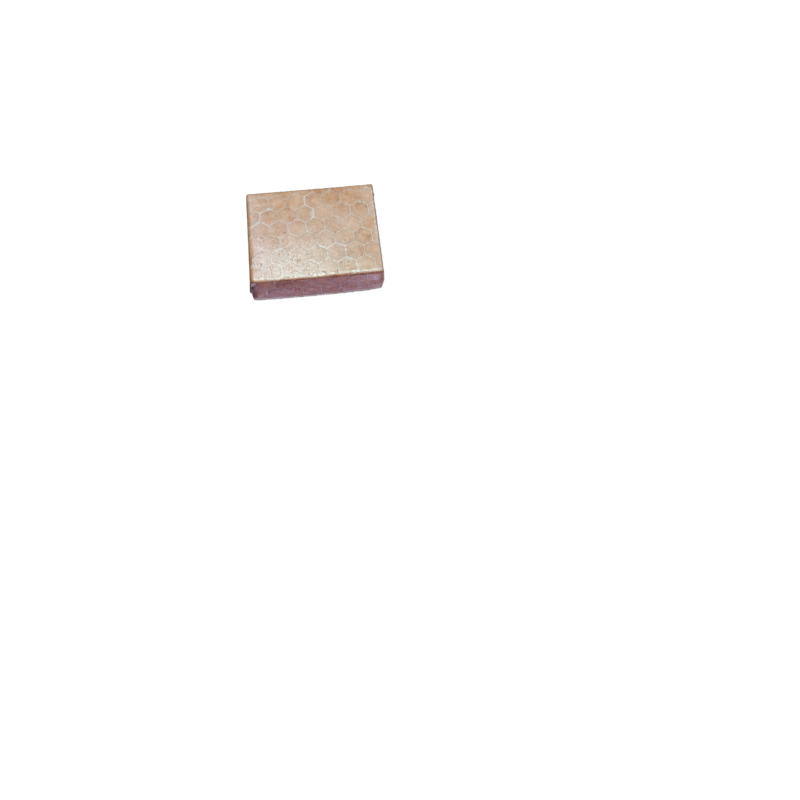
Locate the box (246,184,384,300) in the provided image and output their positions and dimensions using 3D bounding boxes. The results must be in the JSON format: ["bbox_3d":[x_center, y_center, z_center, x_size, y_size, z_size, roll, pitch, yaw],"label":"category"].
[{"bbox_3d":[-0.074,-0.135,0.946,0.113,0.096,0.036,-5,-29,-3],"label":"box"}]
